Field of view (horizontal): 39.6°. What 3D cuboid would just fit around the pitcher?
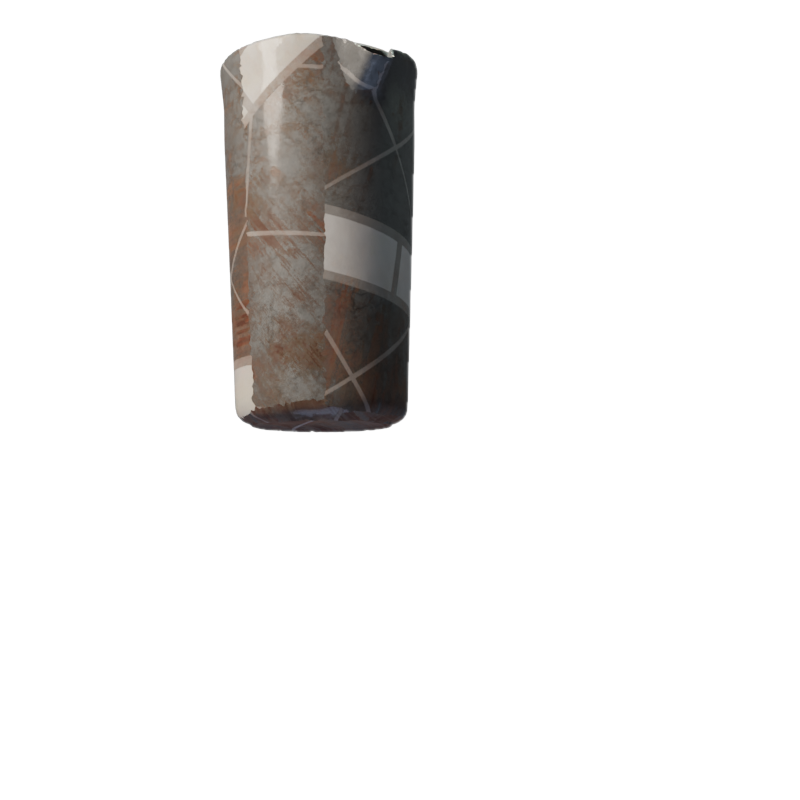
[{"bbox_3d":[-0.057,-0.104,0.730,0.147,0.251,0.142,-4,-12,14],"label":"pitcher"}]
